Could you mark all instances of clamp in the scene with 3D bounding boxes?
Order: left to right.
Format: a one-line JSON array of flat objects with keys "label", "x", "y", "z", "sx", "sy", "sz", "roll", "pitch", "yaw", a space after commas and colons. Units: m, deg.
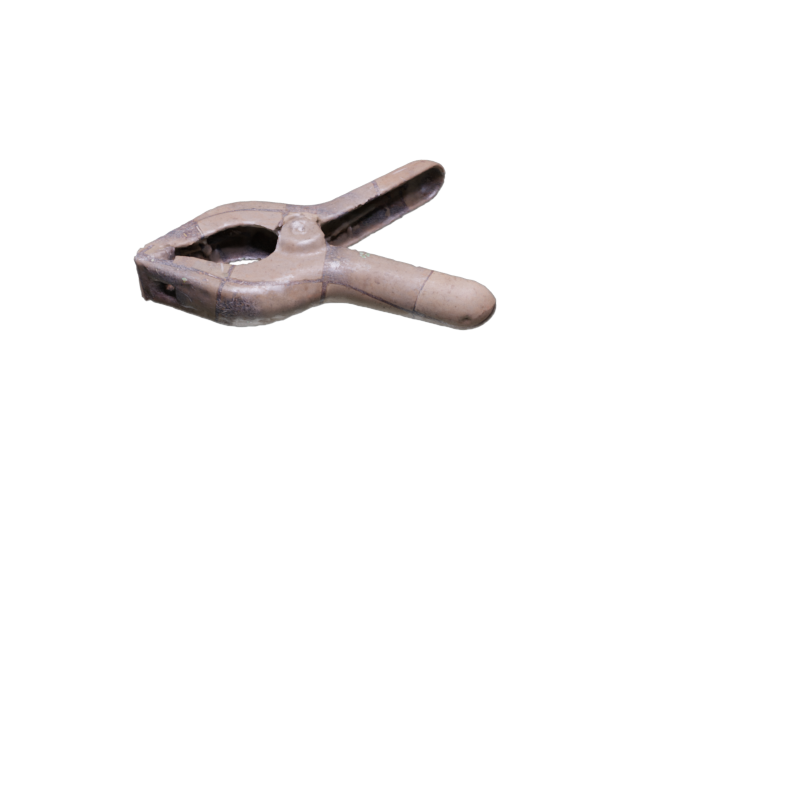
[{"label": "clamp", "x": -0.044, "y": -0.079, "z": 0.556, "sx": 0.171, "sy": 0.037, "sz": 0.128, "roll": 0, "pitch": 38, "yaw": 0}]
